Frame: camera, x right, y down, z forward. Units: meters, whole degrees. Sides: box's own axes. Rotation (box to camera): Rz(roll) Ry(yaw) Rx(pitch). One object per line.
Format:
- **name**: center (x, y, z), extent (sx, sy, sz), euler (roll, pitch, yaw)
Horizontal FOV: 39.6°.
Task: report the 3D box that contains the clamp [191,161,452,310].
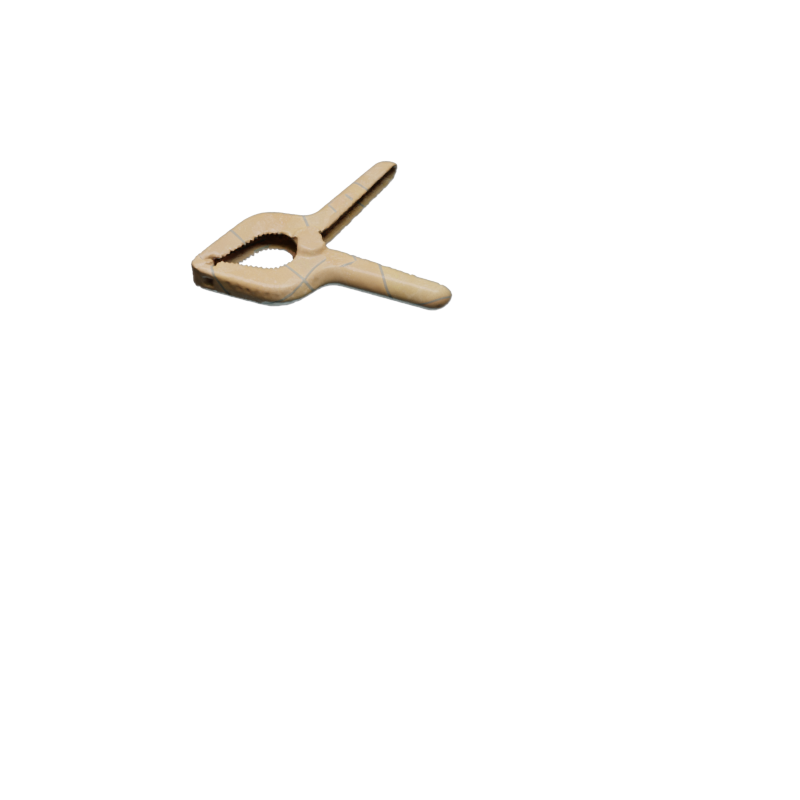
- **clamp**: center (-0.074, -0.136, 0.950), extent (0.209, 0.177, 0.034), euler (-7, -38, -5)
